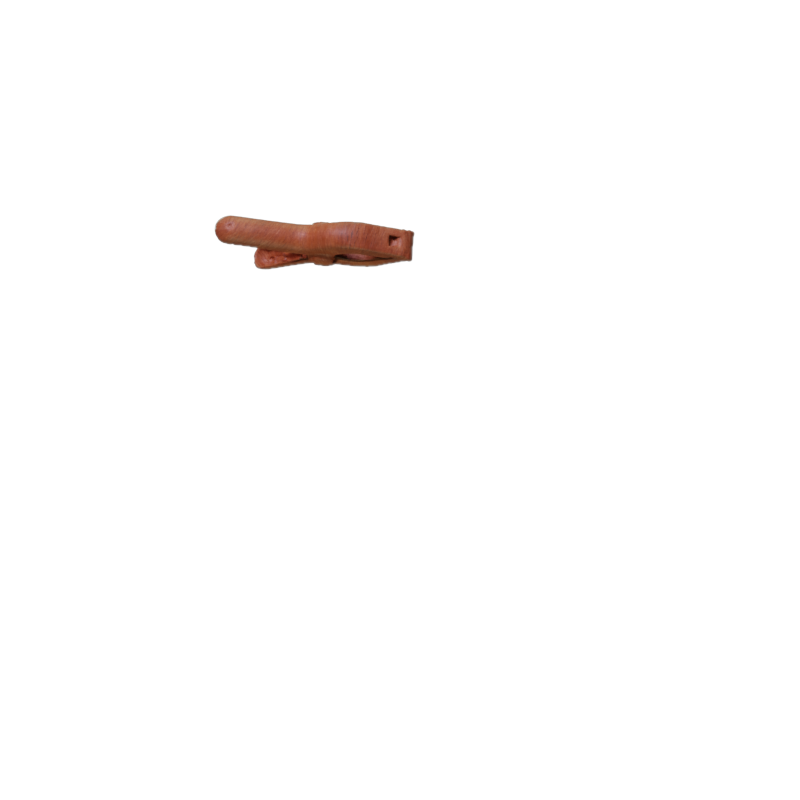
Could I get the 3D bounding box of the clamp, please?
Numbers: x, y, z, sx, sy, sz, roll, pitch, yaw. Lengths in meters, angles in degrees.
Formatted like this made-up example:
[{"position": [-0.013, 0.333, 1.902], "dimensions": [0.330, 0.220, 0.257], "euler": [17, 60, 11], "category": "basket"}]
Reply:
[{"position": [-0.077, -0.141, 0.986], "dimensions": [0.176, 0.040, 0.115], "euler": [-1, -2, 23], "category": "clamp"}]
